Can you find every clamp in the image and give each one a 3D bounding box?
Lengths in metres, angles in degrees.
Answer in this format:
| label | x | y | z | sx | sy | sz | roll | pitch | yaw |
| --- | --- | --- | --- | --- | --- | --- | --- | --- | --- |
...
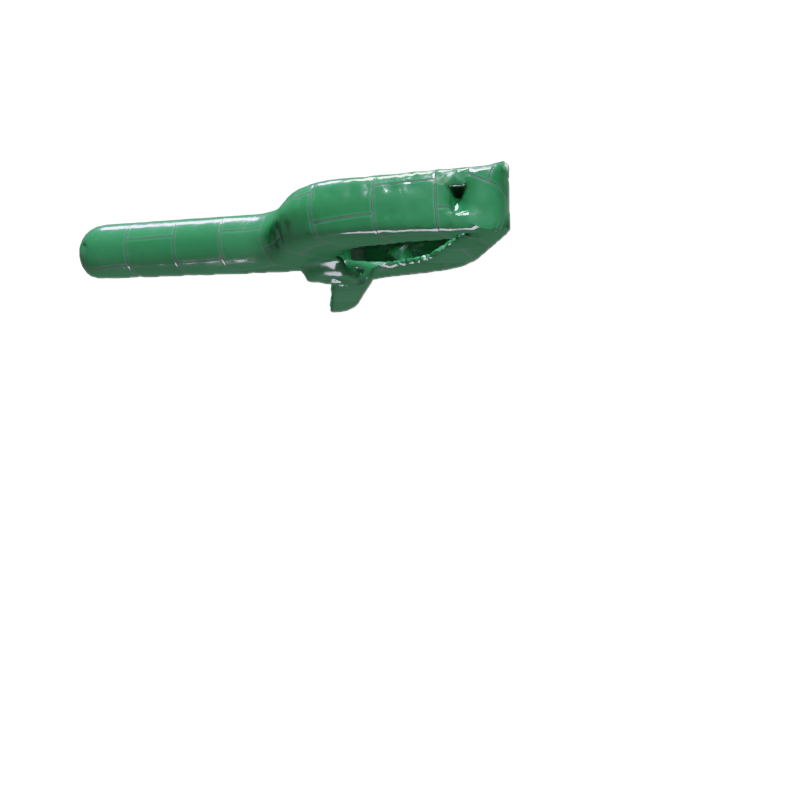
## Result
| label | x | y | z | sx | sy | sz | roll | pitch | yaw |
| --- | --- | --- | --- | --- | --- | --- | --- | --- | --- |
| clamp | -0.039 | -0.071 | 0.499 | 0.158 | 0.037 | 0.214 | 3 | -6 | -33 |
